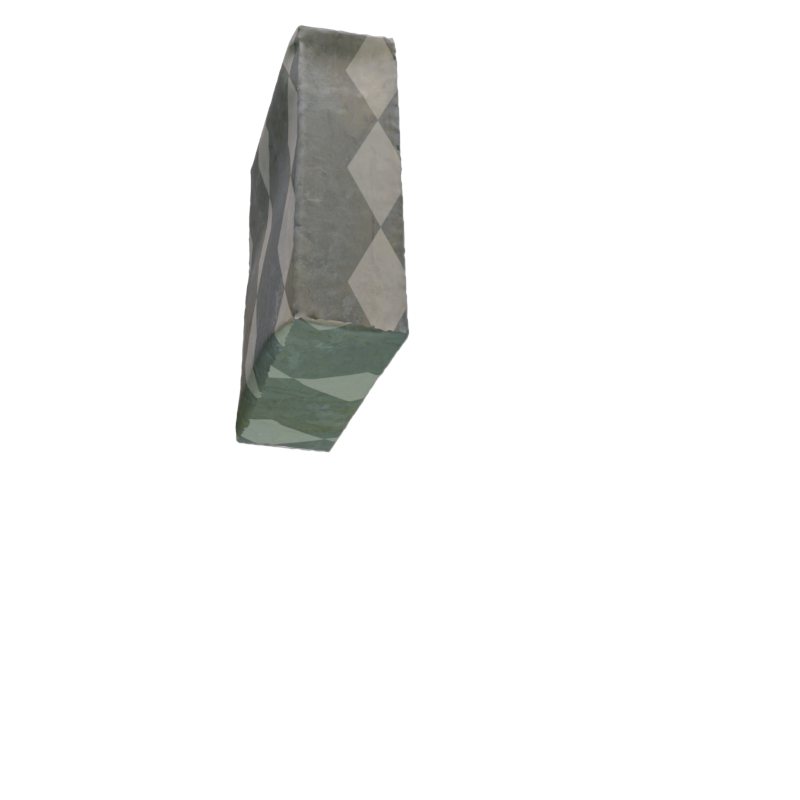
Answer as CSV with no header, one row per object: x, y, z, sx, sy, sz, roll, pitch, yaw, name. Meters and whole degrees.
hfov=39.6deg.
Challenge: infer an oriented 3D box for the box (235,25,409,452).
-0.054,-0.099,0.692,0.070,0.228,0.157,7,-31,-16,box
